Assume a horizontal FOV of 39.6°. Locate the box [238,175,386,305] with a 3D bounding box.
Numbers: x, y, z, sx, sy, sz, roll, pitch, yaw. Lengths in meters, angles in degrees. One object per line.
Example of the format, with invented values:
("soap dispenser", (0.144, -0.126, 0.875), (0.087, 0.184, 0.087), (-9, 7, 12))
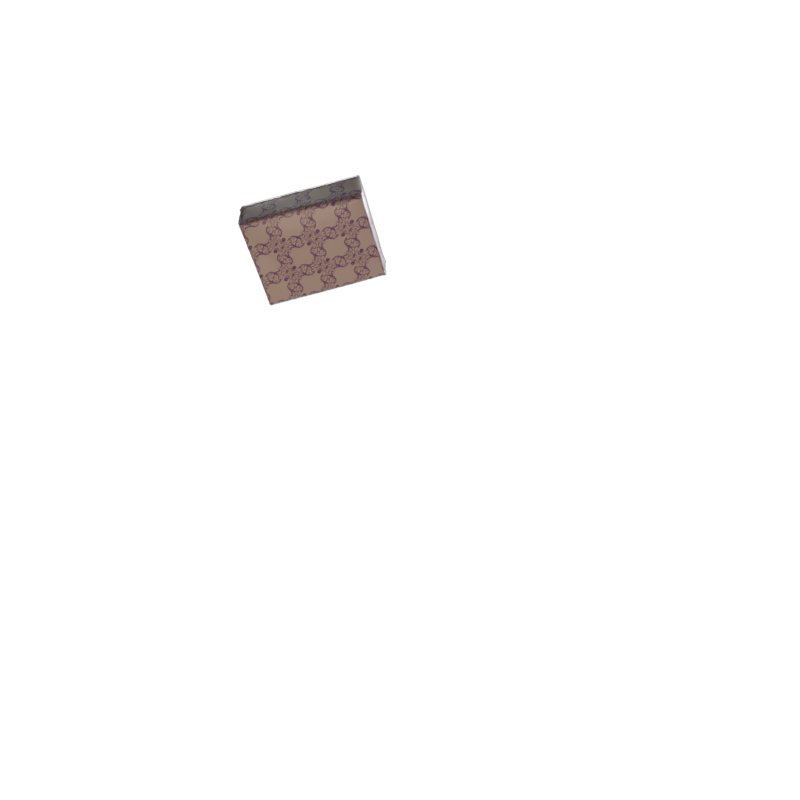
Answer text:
("box", (-0.077, -0.141, 0.986), (0.114, 0.084, 0.041), (-12, 34, 8))
